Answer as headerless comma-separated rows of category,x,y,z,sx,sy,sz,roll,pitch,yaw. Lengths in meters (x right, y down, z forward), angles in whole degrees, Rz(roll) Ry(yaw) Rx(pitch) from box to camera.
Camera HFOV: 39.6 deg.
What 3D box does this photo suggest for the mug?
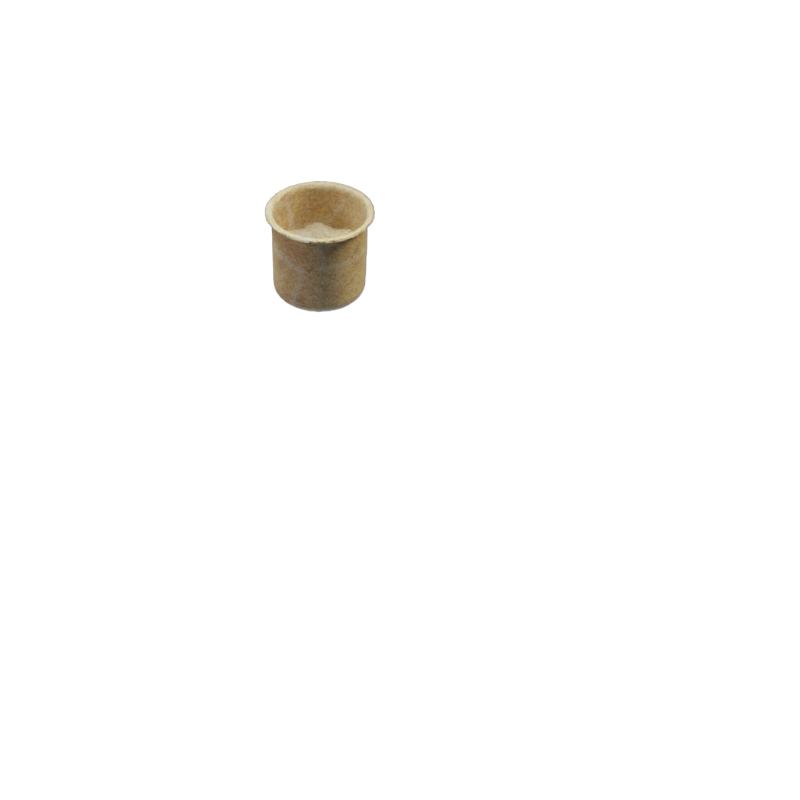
mug,-0.075,-0.138,0.964,0.092,0.076,0.127,-19,43,-23
